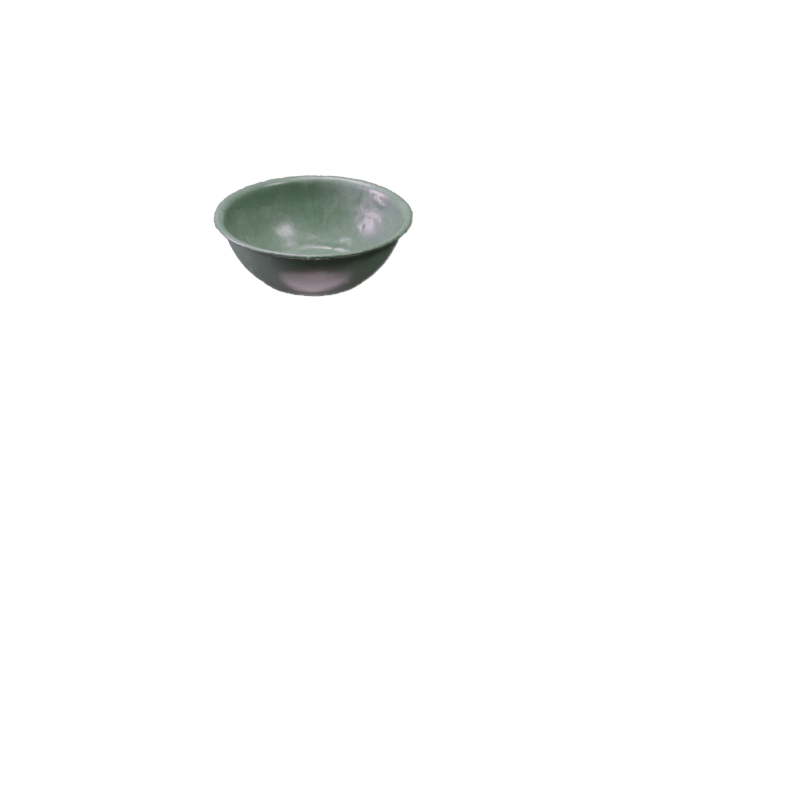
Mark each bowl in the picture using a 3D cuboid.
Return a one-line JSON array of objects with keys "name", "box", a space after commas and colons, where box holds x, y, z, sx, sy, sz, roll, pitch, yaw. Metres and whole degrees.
[{"name": "bowl", "box": [-0.071, -0.130, 0.911, 0.162, 0.052, 0.172, -1, 31, -2]}]
